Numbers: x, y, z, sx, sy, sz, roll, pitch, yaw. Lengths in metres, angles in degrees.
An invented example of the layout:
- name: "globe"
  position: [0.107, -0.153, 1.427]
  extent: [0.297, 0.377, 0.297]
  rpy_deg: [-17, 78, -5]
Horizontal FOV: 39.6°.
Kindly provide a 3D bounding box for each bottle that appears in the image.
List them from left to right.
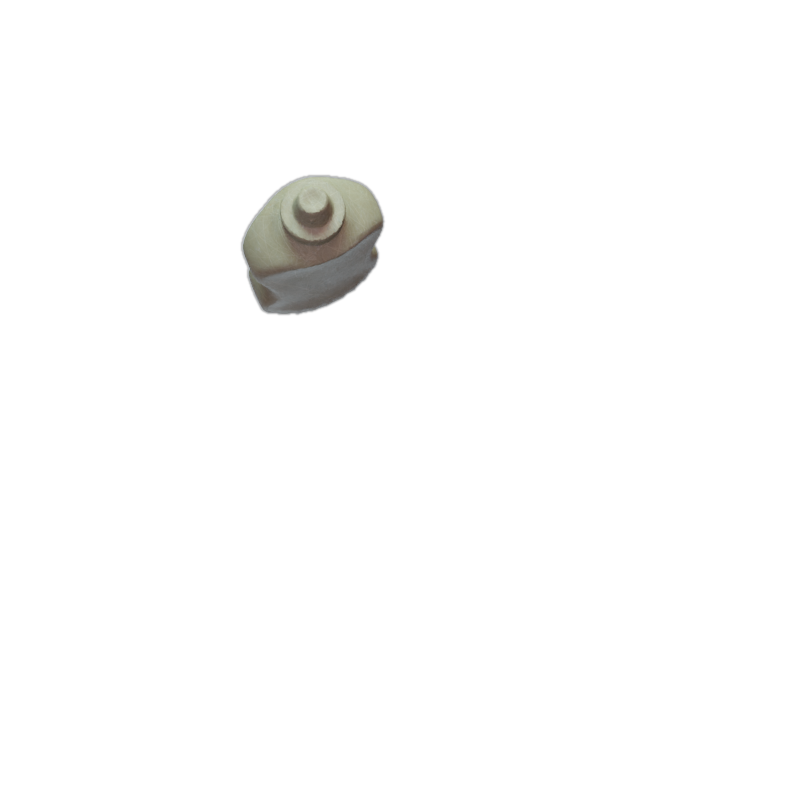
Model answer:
- name: "bottle"
  position: [-0.059, -0.108, 0.755]
  extent: [0.096, 0.060, 0.187]
  rpy_deg: [-22, -5, -6]
